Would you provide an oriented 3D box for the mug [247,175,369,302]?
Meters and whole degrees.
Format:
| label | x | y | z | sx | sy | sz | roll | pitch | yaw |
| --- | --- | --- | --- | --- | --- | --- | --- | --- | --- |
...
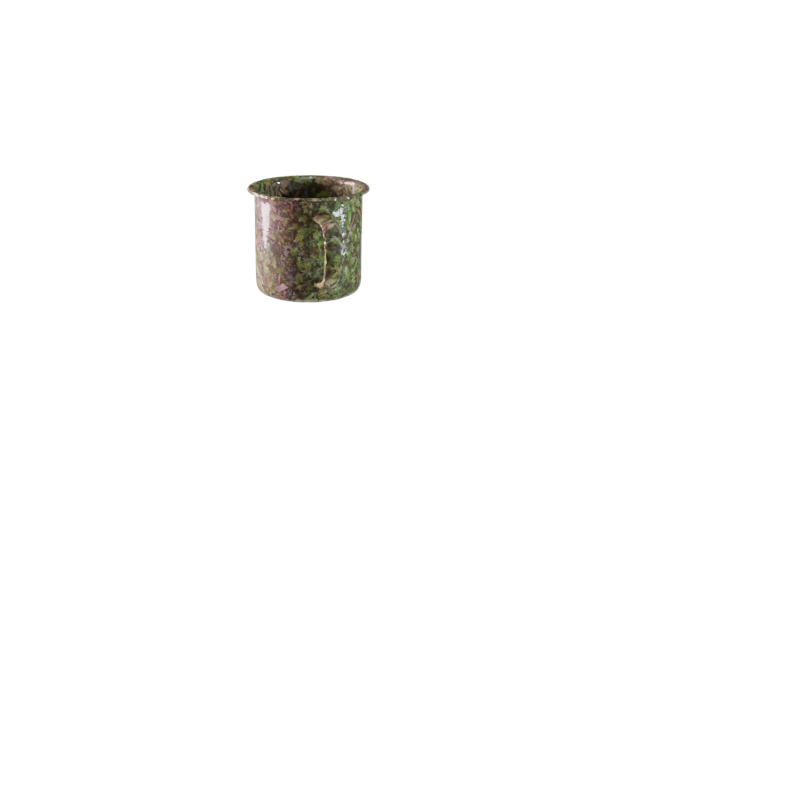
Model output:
| label | x | y | z | sx | sy | sz | roll | pitch | yaw |
| --- | --- | --- | --- | --- | --- | --- | --- | --- | --- |
| mug | -0.066 | -0.120 | 0.839 | 0.091 | 0.078 | 0.124 | -7 | 21 | -20 |
